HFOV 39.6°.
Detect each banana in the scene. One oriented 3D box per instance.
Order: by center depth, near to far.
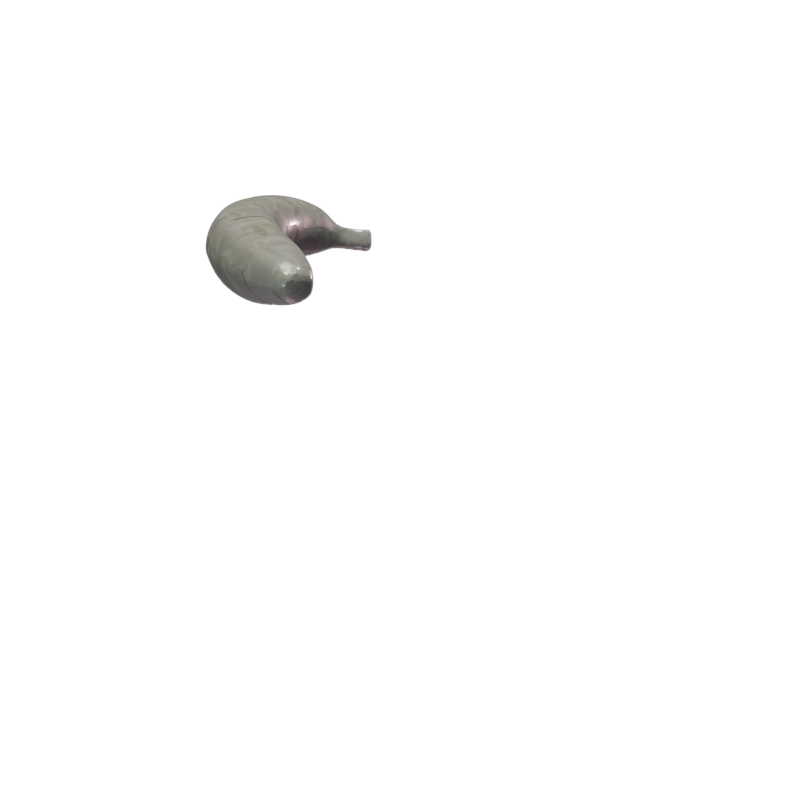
[{"bbox_3d":[-0.060,-0.078,0.541,0.070,0.036,0.201,2,16,7],"label":"banana"}]
